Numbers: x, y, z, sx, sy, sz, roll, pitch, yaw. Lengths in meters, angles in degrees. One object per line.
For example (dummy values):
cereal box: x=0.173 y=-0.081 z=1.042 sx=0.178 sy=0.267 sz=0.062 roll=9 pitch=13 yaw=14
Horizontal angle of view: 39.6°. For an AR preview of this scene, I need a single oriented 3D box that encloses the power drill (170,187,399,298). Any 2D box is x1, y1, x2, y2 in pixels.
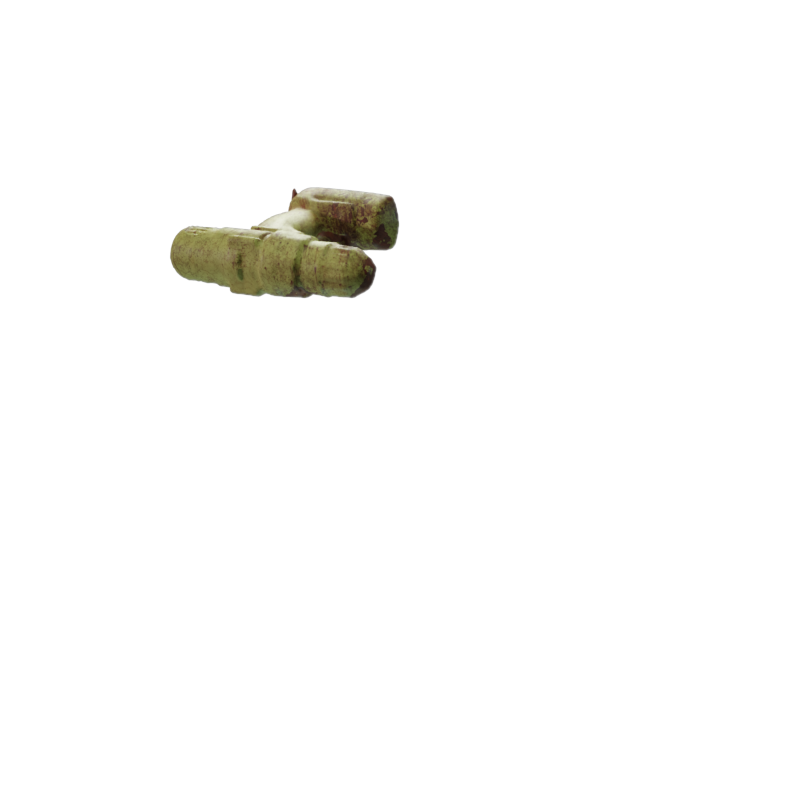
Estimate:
power drill: x=-0.074 y=-0.135 z=0.945 sx=0.192 sy=0.055 sz=0.187 roll=11 pitch=23 yaw=26
